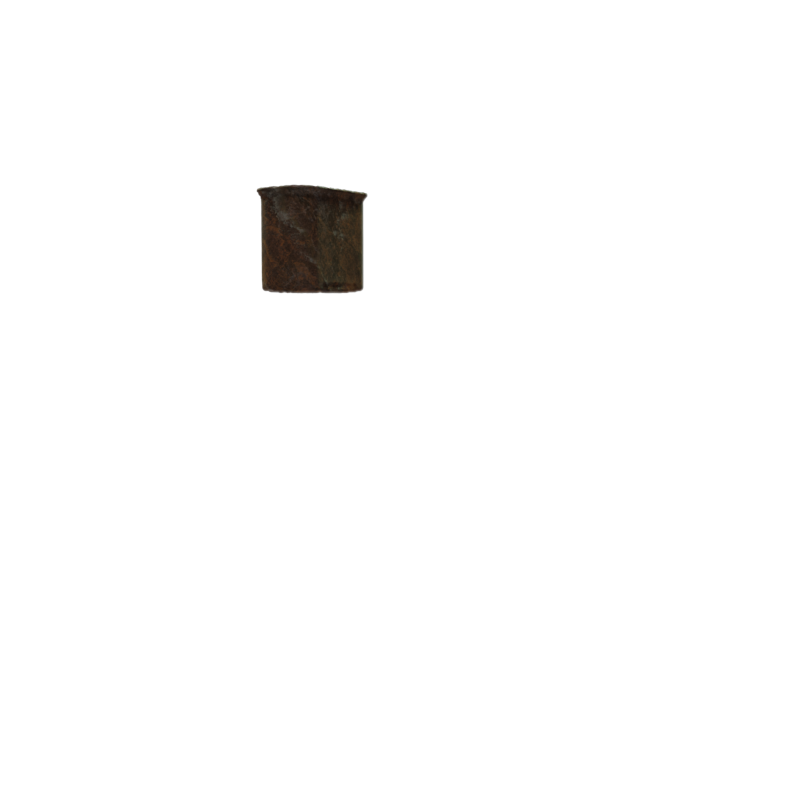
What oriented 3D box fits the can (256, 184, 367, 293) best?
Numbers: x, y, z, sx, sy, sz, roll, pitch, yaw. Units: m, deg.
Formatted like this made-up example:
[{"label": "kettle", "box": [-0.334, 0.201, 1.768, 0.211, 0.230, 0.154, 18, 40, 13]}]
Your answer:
[{"label": "can", "box": [-0.071, -0.129, 0.905, 0.059, 0.084, 0.098, 0, 1, 32]}]
